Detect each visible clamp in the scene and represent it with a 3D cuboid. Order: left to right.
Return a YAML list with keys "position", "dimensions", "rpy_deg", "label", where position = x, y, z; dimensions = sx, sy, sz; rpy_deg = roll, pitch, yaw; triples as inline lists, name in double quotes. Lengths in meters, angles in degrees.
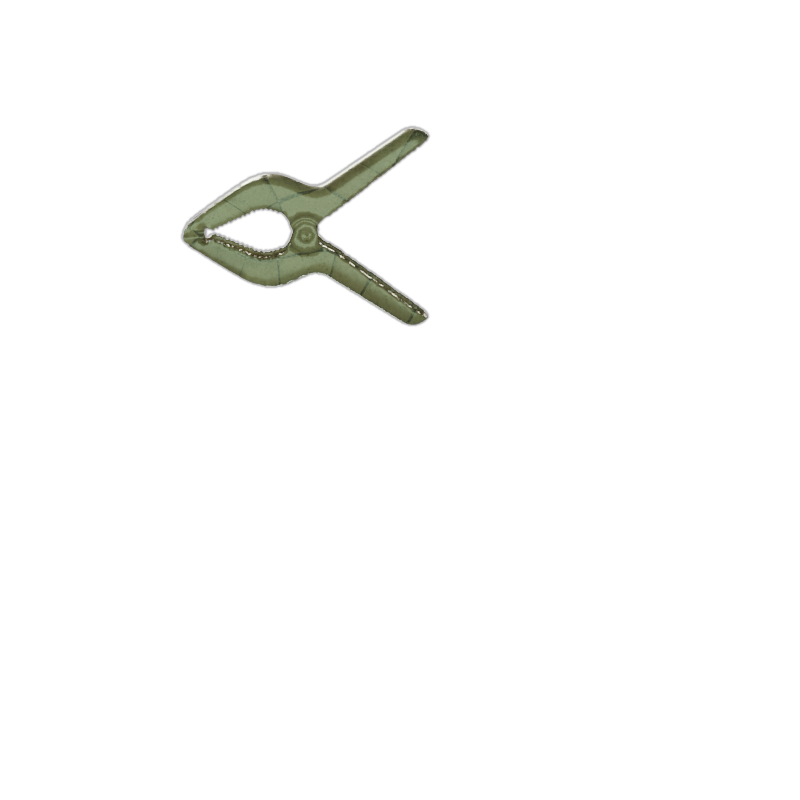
- position: [-0.072, -0.131, 0.917]
  dimensions: [0.210, 0.160, 0.037]
  rpy_deg: [-7, 12, 1]
  label: "clamp"
